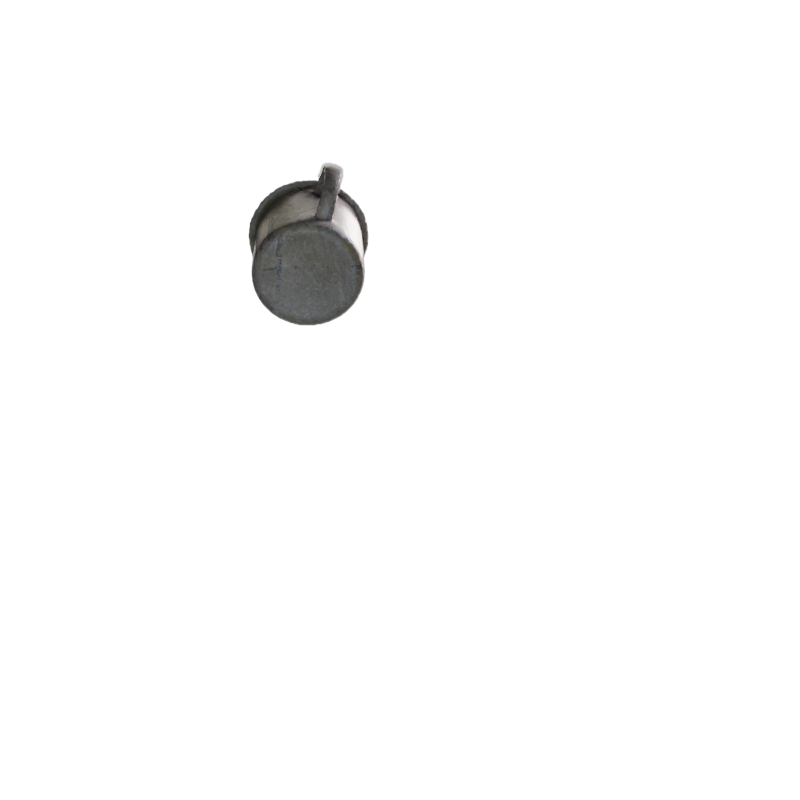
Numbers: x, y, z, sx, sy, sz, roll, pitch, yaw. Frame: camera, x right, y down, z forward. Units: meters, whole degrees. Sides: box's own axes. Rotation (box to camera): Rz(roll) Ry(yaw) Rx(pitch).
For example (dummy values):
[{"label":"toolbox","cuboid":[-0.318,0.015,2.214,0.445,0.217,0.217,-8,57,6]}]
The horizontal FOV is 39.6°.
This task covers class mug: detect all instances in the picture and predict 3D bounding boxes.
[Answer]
[{"label":"mug","cuboid":[-0.064,-0.117,0.820,0.092,0.113,0.086,17,23,-10]}]
